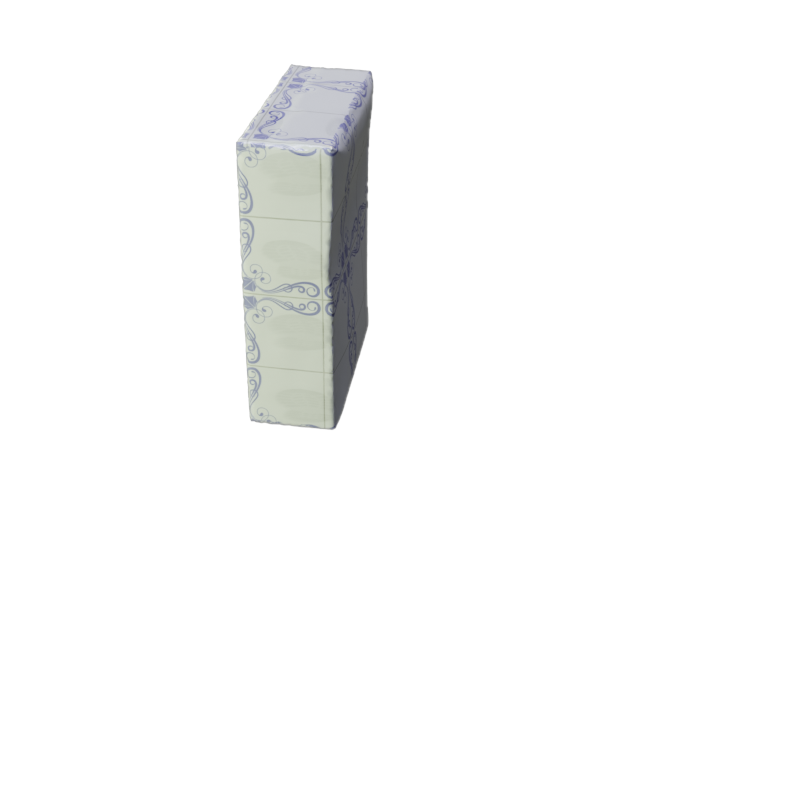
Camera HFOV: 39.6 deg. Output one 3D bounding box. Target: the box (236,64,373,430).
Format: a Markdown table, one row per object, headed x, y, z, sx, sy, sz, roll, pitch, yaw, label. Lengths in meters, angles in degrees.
| x | y | z | sx | sy | sz | roll | pitch | yaw | label |
| --- | --- | --- | --- | --- | --- | --- | --- | --- | --- |
| -0.062 | -0.114 | 0.798 | 0.073 | 0.201 | 0.172 | 5 | 31 | 5 | box |
